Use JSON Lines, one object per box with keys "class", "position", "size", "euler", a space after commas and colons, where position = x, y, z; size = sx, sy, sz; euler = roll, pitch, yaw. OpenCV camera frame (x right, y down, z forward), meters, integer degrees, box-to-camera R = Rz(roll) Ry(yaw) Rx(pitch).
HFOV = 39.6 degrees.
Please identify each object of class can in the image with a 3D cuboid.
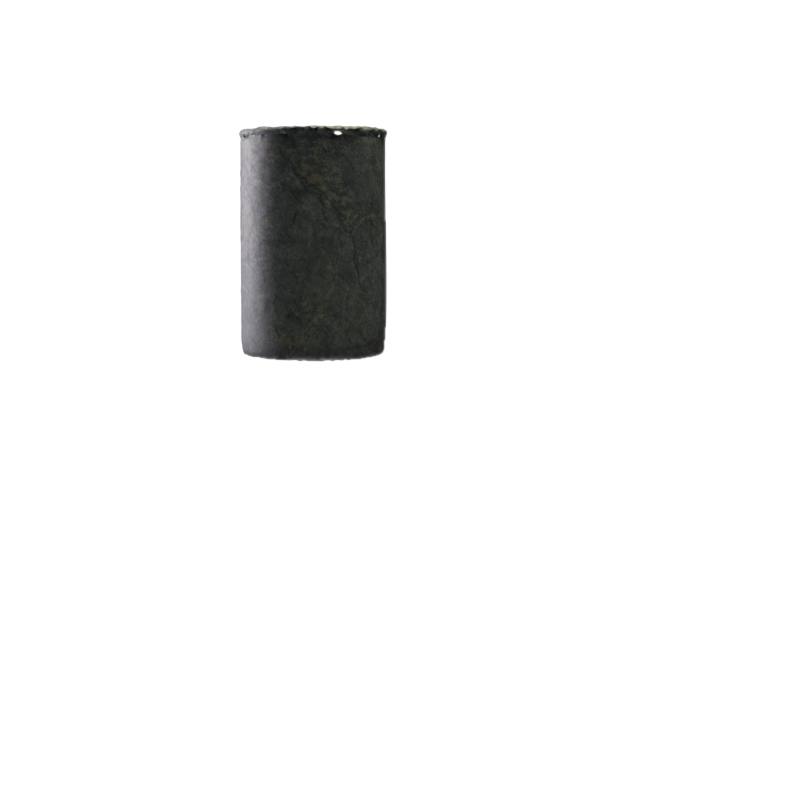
{"class": "can", "position": [-0.040, -0.073, 0.510], "size": [0.068, 0.102, 0.069], "euler": [0, 4, -2]}
